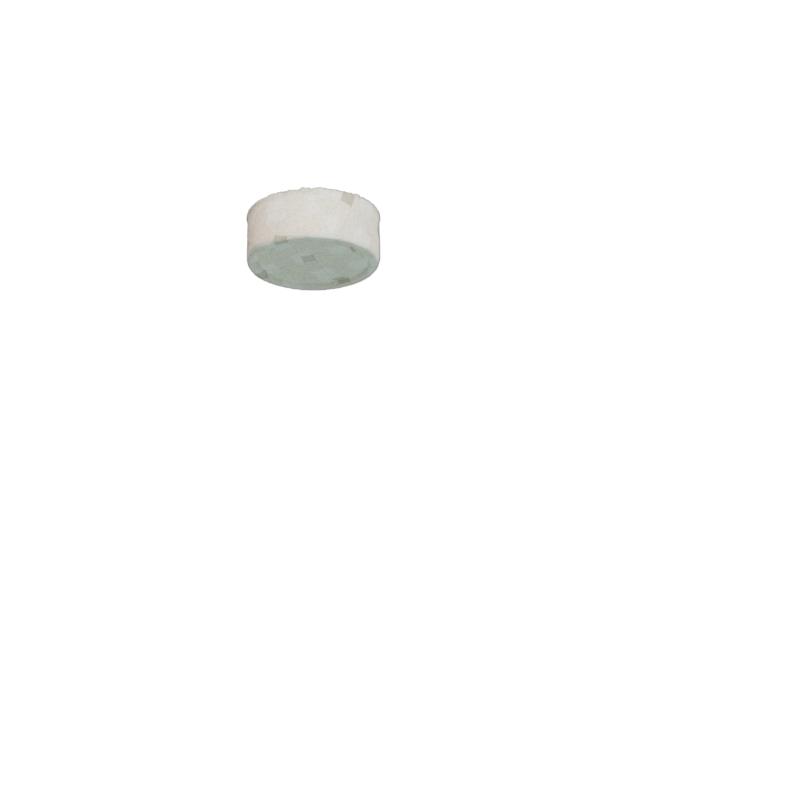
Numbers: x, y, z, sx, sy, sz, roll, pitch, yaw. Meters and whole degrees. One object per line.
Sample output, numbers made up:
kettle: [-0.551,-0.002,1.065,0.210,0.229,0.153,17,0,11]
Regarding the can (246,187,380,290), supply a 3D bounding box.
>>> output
can: [-0.055,-0.101,0.704,0.086,0.035,0.082,0,-19,-2]
